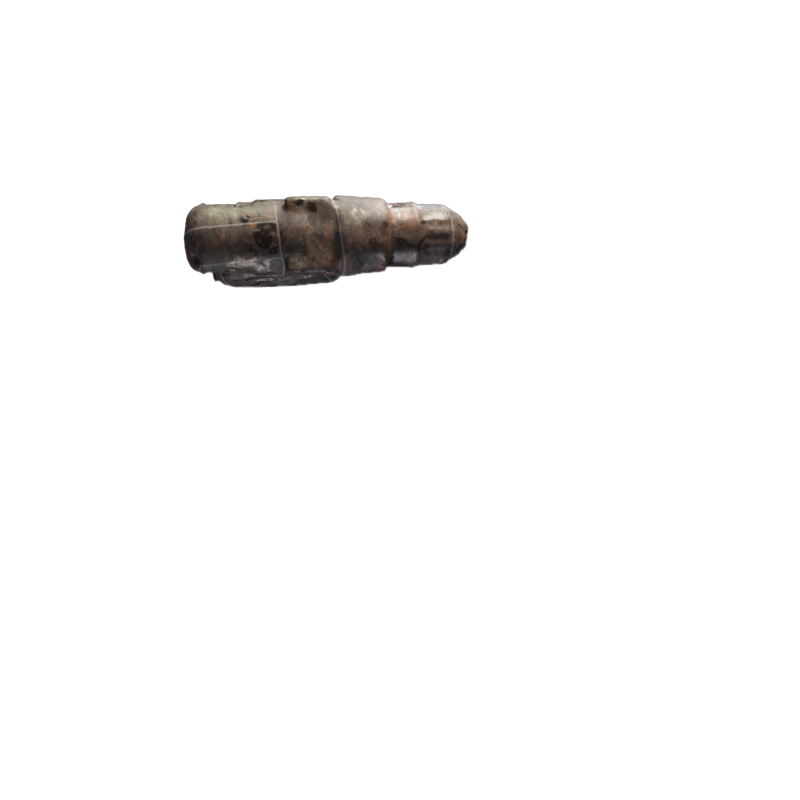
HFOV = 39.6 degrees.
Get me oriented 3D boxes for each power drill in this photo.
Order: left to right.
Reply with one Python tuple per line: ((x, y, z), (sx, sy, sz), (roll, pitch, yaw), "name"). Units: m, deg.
((-0.061, -0.112, 0.783), (0.182, 0.058, 0.189), (0, 2, -10), "power drill")
